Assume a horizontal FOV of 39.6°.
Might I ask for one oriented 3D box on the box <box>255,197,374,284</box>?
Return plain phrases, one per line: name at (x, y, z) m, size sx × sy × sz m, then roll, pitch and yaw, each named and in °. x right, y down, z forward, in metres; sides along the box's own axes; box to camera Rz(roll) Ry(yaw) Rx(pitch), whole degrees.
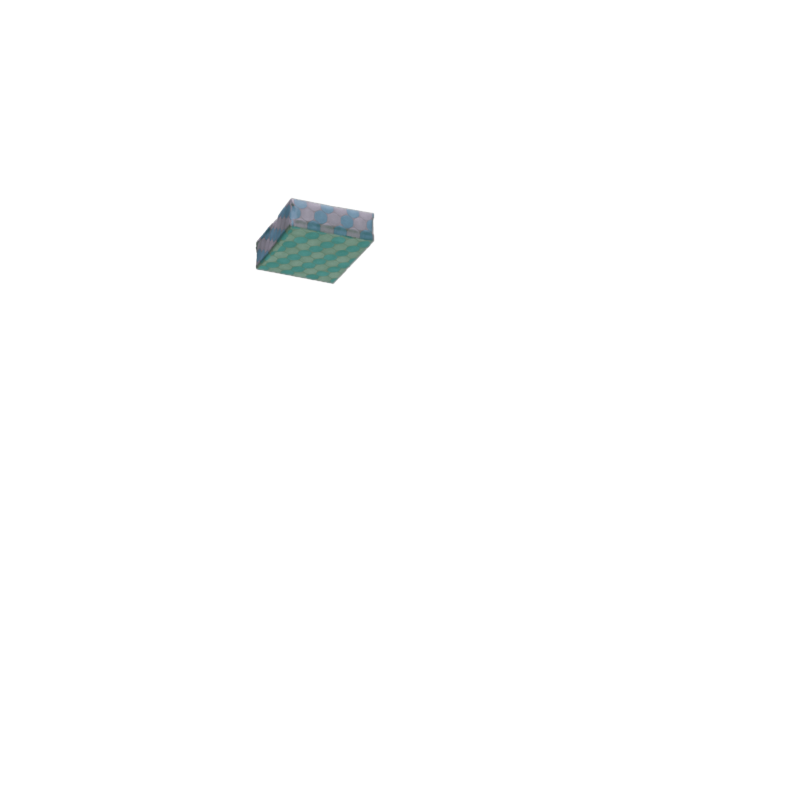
box at (-0.072, -0.131, 0.920) m, size 0.071 × 0.032 × 0.088 m, roll 9°, pitch -22°, yaw -22°
